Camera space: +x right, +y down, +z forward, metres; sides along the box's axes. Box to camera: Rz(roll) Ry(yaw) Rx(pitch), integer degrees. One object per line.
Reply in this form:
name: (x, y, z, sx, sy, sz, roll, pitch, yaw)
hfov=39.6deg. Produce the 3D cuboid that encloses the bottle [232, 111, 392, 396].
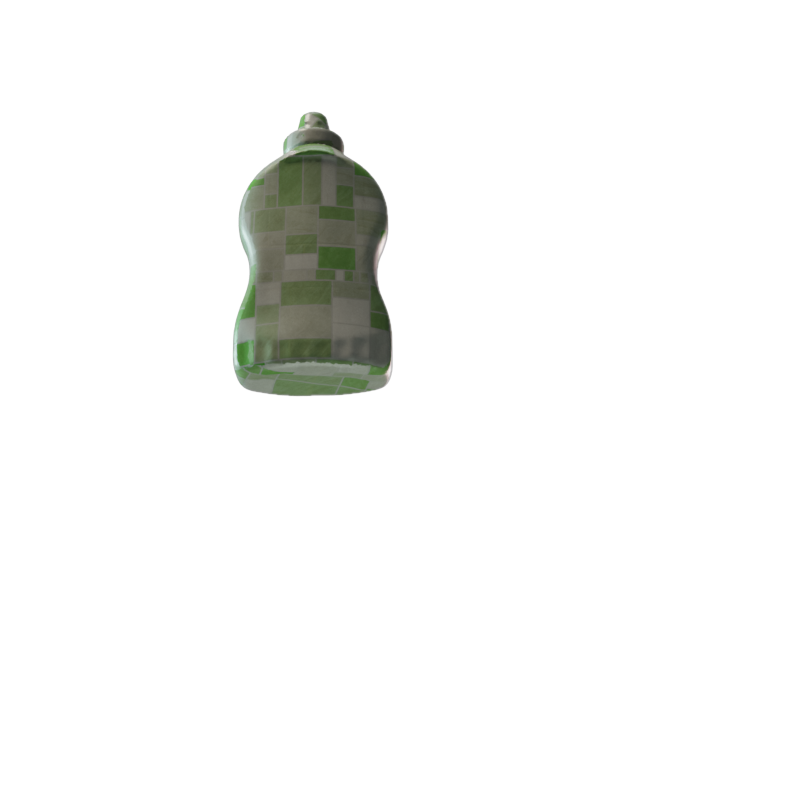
bottle: (-0.055, -0.101, 0.708, 0.096, 0.203, 0.055, -3, -26, 2)
